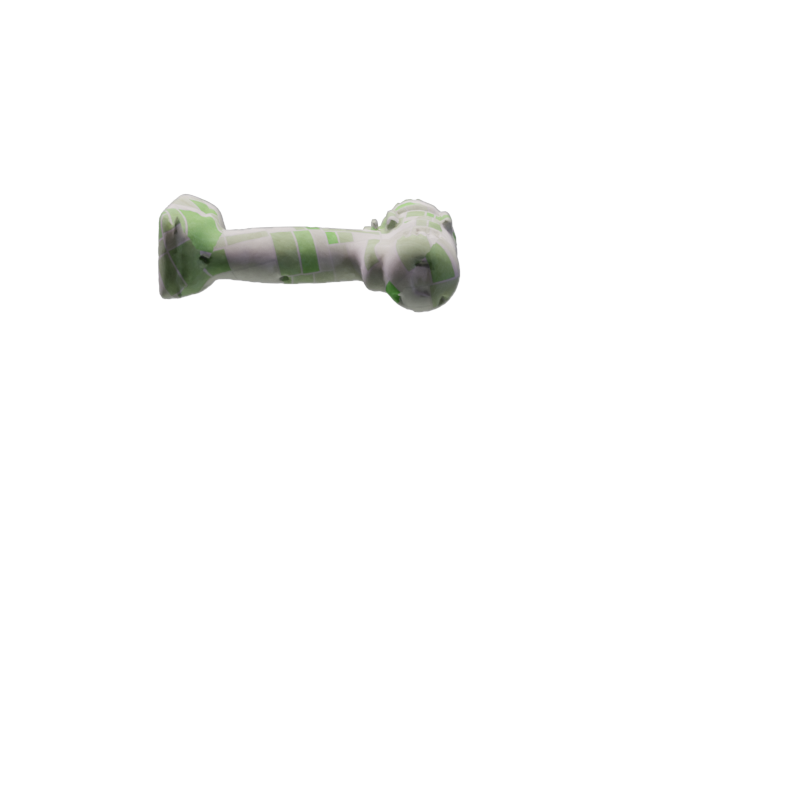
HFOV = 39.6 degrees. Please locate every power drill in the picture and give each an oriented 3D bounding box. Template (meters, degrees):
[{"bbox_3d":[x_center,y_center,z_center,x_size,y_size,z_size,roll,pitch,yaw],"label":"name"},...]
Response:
[{"bbox_3d":[-0.057,-0.103,0.723,0.188,0.056,0.190,0,17,1],"label":"power drill"}]
